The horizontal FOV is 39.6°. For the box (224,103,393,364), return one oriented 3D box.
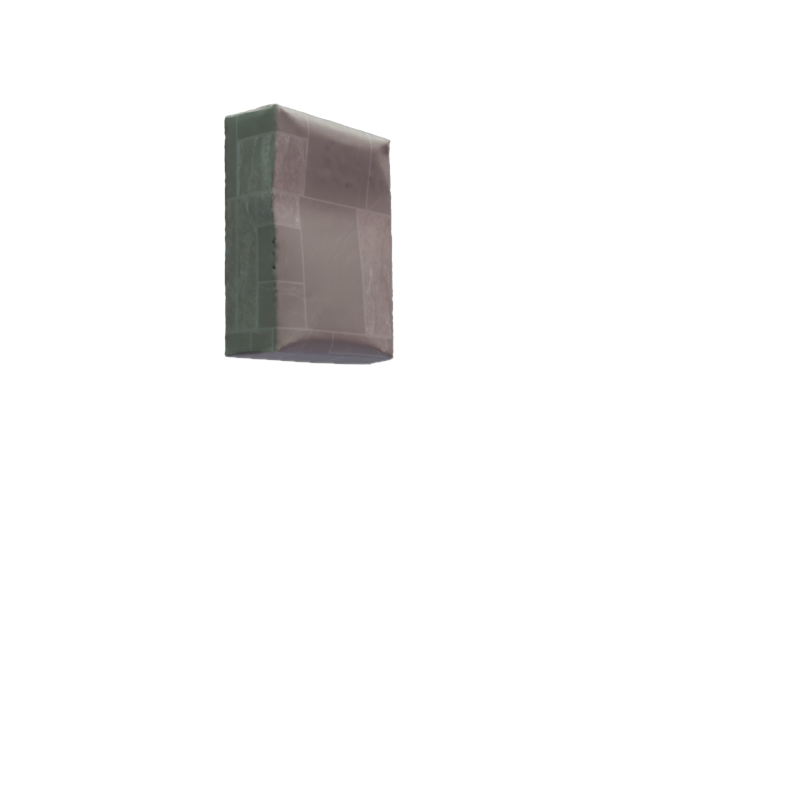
[{"bbox_3d":[-0.078,-0.142,0.993,0.074,0.219,0.156,-8,-10,39],"label":"box"}]
